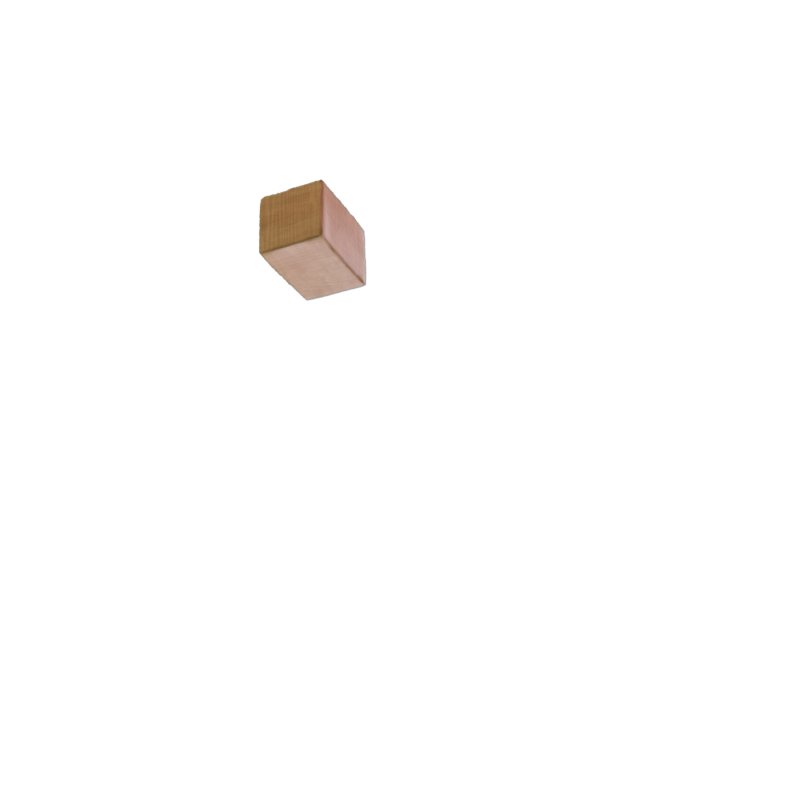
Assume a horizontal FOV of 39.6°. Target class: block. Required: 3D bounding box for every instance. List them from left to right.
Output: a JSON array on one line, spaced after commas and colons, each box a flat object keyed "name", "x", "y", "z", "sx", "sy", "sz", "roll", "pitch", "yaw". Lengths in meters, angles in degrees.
[{"name": "block", "x": -0.065, "y": -0.118, "z": 0.825, "sx": 0.053, "sy": 0.055, "sz": 0.072, "roll": -14, "pitch": -32, "yaw": 21}]
